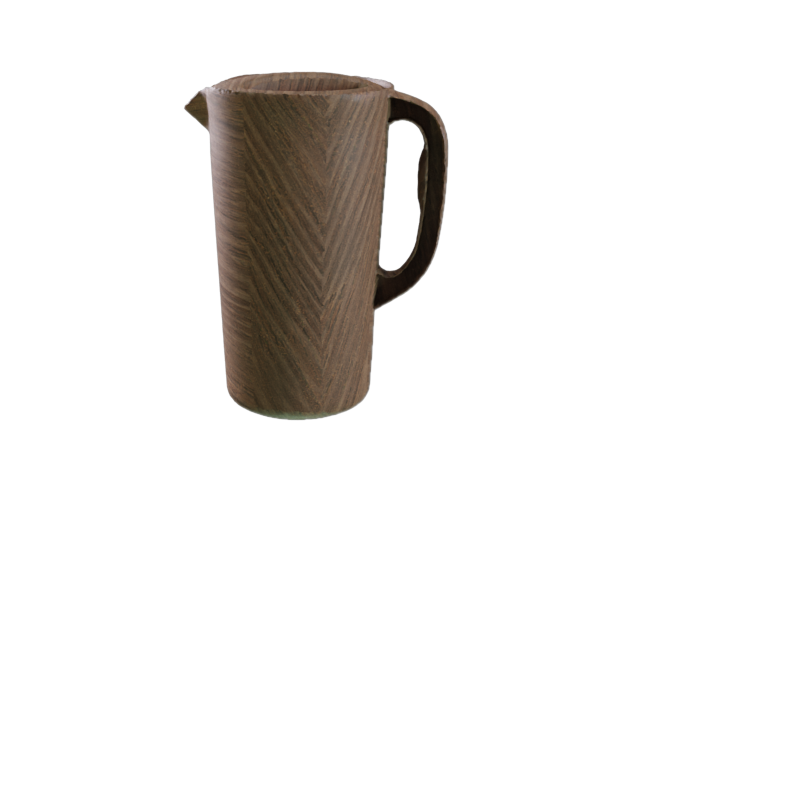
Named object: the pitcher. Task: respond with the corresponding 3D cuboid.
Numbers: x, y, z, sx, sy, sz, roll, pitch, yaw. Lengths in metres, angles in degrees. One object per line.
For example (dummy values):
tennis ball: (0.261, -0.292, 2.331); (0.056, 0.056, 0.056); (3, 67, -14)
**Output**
pitcher: (-0.063, -0.115, 0.802); (0.142, 0.234, 0.158); (-12, 21, -36)
